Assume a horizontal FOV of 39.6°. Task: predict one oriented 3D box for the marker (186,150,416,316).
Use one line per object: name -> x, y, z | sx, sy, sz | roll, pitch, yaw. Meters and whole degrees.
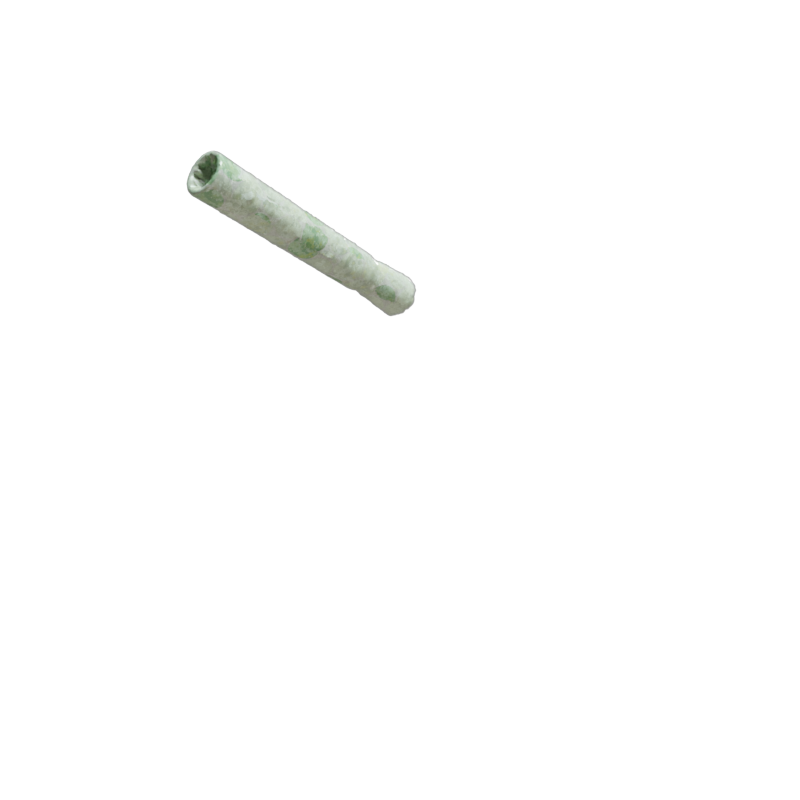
marker -> -0.035, -0.063, 0.443 | 0.021, 0.020, 0.113 | 4, -19, 47
